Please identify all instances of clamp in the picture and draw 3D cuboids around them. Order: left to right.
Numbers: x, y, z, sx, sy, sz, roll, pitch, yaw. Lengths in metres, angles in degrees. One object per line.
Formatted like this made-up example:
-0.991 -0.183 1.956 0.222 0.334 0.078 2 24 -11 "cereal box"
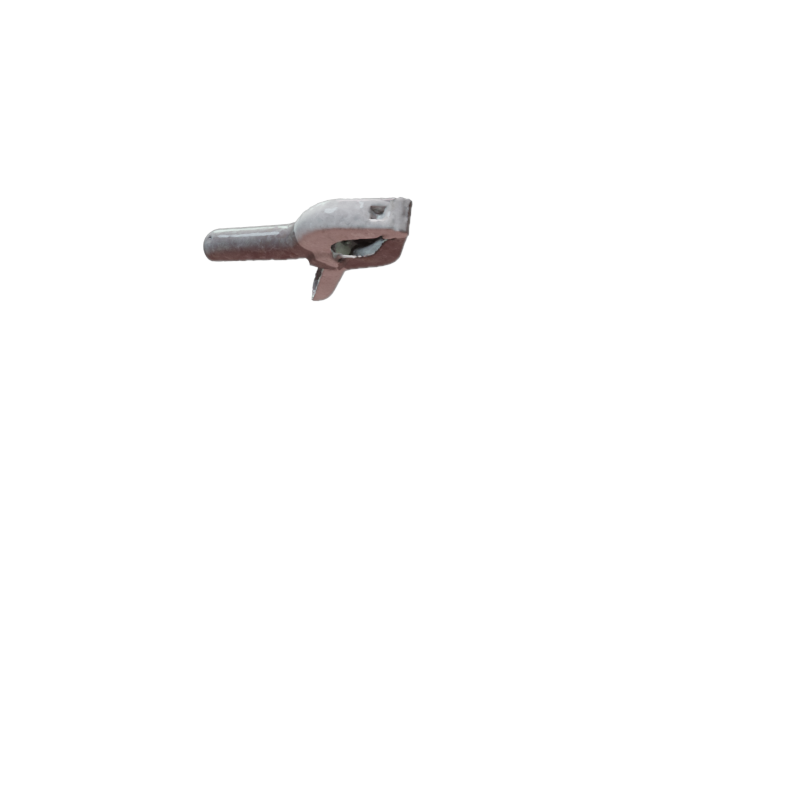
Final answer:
-0.063 -0.116 0.810 0.115 0.041 0.172 10 -18 -32 "clamp"
